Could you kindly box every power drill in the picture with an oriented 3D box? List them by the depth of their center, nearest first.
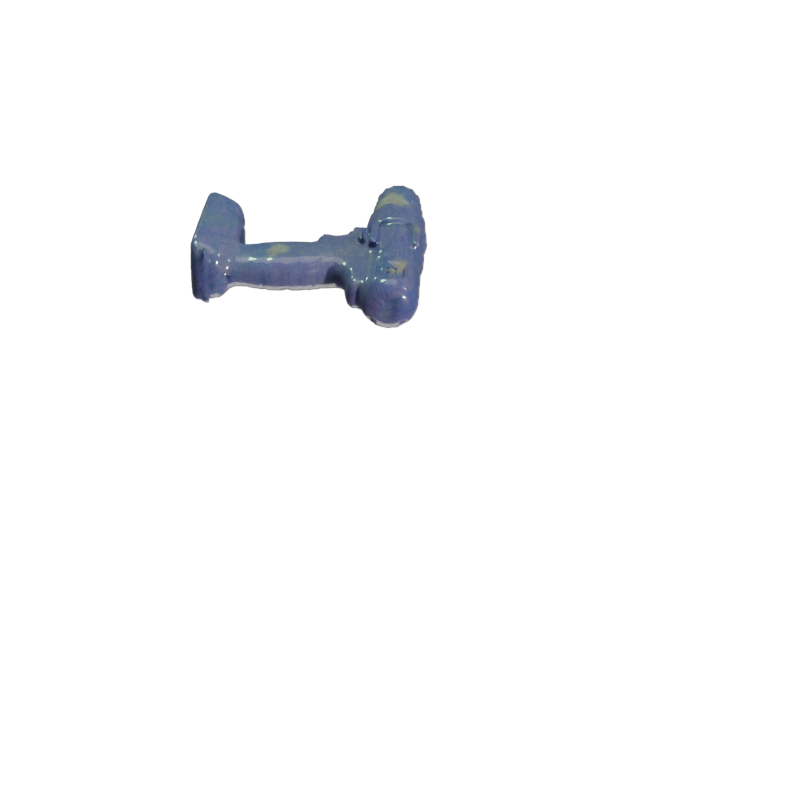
[{"bbox_3d":[-0.072,-0.131,0.918,0.189,0.054,0.195,2,34,3],"label":"power drill"}]
